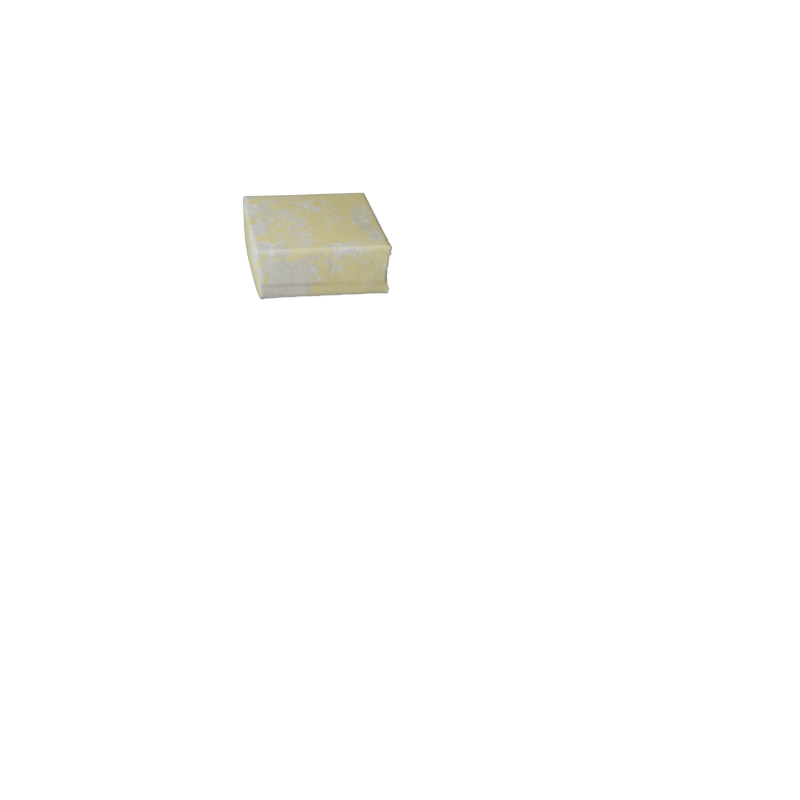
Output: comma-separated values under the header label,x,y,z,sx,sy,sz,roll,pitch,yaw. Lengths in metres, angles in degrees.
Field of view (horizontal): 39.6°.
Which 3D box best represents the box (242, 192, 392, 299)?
label,x,y,z,sx,sy,sz,roll,pitch,yaw
box,-0.060,-0.109,0.763,0.089,0.037,0.121,-5,30,-9
